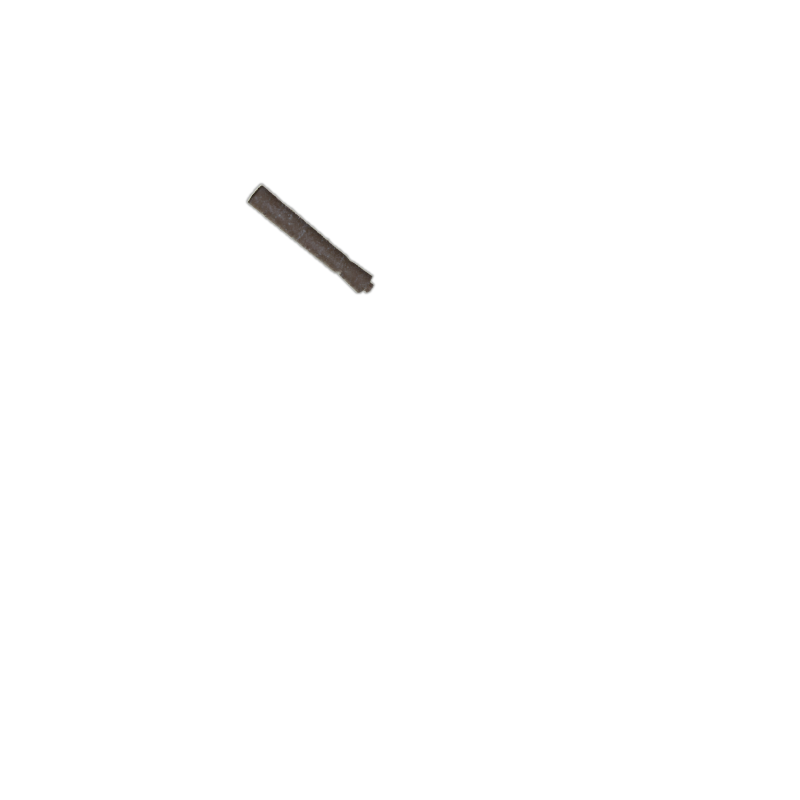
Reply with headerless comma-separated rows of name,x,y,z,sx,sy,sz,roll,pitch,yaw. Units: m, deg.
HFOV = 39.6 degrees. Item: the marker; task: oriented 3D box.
marker,-0.068,-0.125,0.874,0.118,0.020,0.020,39,-6,-11
